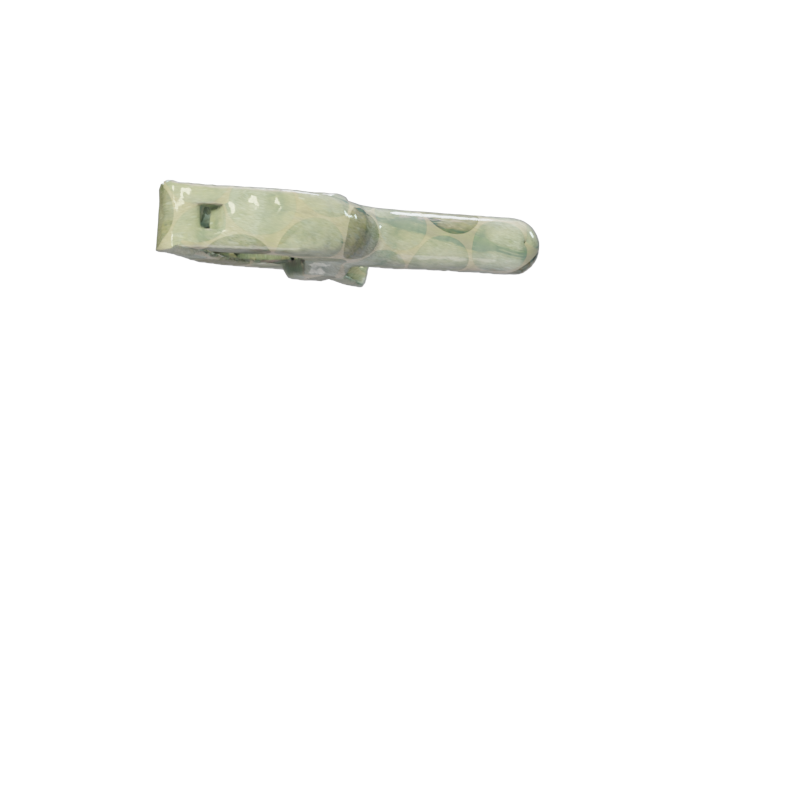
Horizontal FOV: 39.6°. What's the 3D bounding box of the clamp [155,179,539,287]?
[{"bbox_3d":[-0.038,-0.070,0.490,0.164,0.040,0.122,5,-8,-35],"label":"clamp"}]
